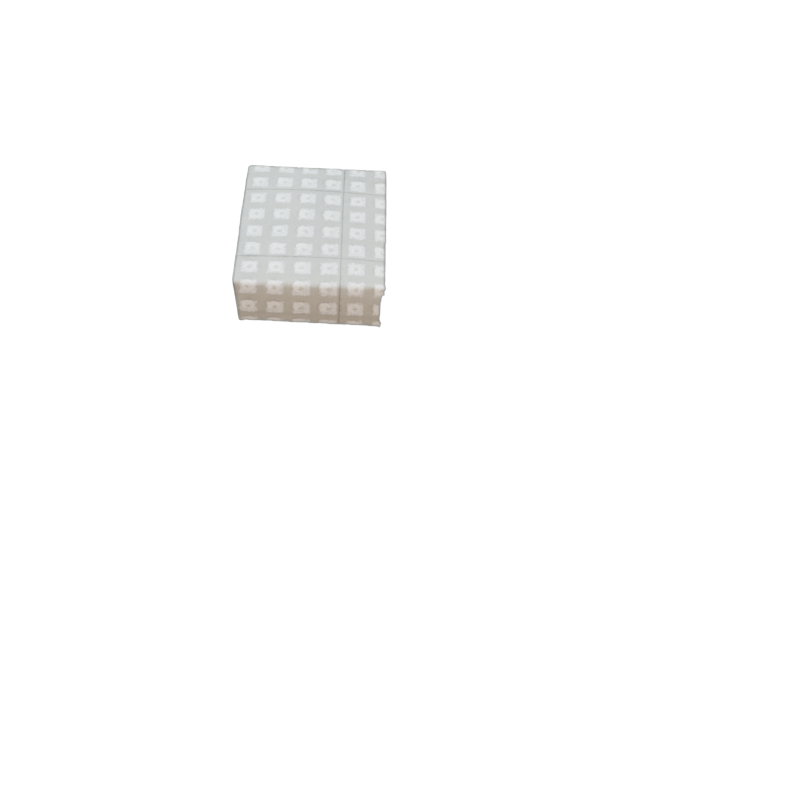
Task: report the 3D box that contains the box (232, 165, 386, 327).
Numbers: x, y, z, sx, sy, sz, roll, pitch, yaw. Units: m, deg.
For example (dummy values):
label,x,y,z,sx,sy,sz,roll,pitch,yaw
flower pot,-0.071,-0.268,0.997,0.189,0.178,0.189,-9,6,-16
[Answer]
label,x,y,z,sx,sy,sz,roll,pitch,yaw
box,-0.054,-0.098,0.687,0.090,0.122,0.036,1,-42,0
